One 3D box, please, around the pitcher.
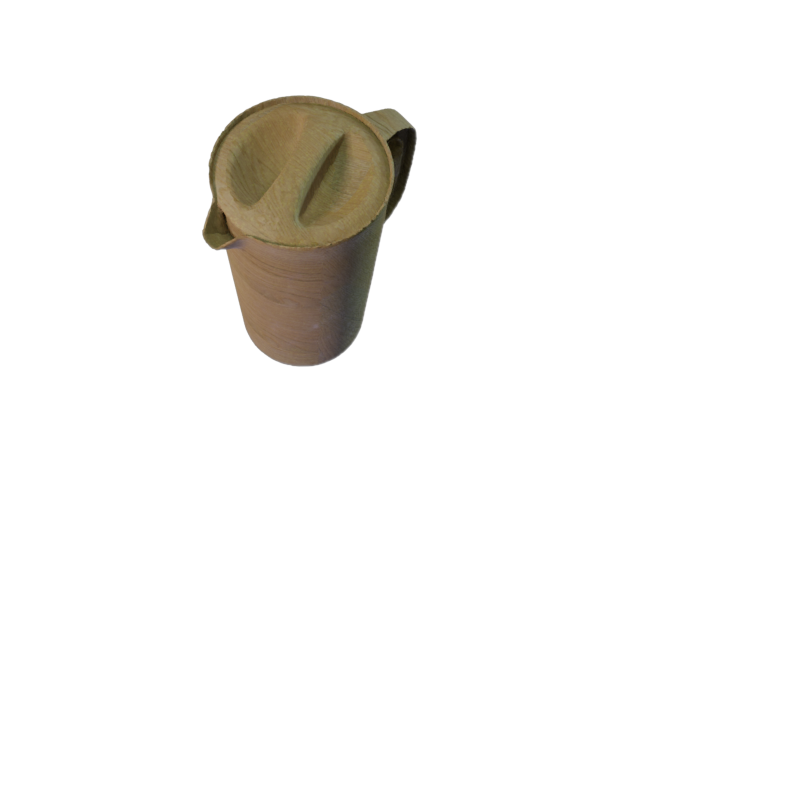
[{"bbox_3d":[-0.070,-0.128,0.893,0.149,0.153,0.230,6,-25,-1],"label":"pitcher"}]
